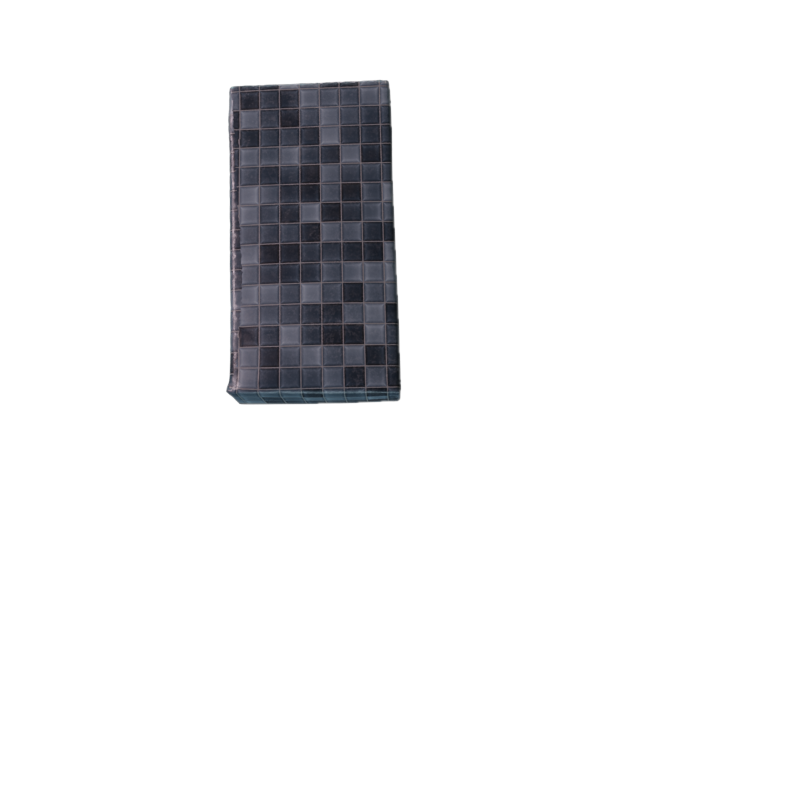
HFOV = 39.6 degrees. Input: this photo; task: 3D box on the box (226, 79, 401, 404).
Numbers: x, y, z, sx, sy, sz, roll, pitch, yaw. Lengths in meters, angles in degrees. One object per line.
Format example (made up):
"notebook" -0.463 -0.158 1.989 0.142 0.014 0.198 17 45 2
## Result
"box" -0.048 -0.088 0.618 0.094 0.183 0.046 -2 -15 3
